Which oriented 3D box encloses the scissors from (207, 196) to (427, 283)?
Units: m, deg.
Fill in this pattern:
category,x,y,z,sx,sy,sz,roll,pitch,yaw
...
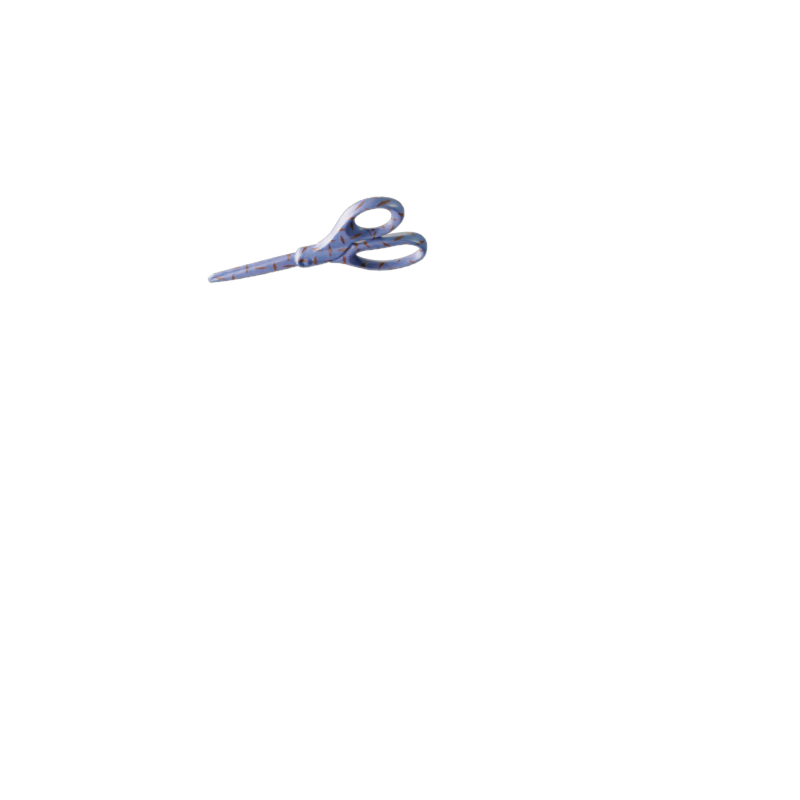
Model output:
category,x,y,z,sx,sy,sz,roll,pitch,yaw
scissors,-0.077,-0.141,0.985,0.202,0.017,0.089,-2,-38,3
